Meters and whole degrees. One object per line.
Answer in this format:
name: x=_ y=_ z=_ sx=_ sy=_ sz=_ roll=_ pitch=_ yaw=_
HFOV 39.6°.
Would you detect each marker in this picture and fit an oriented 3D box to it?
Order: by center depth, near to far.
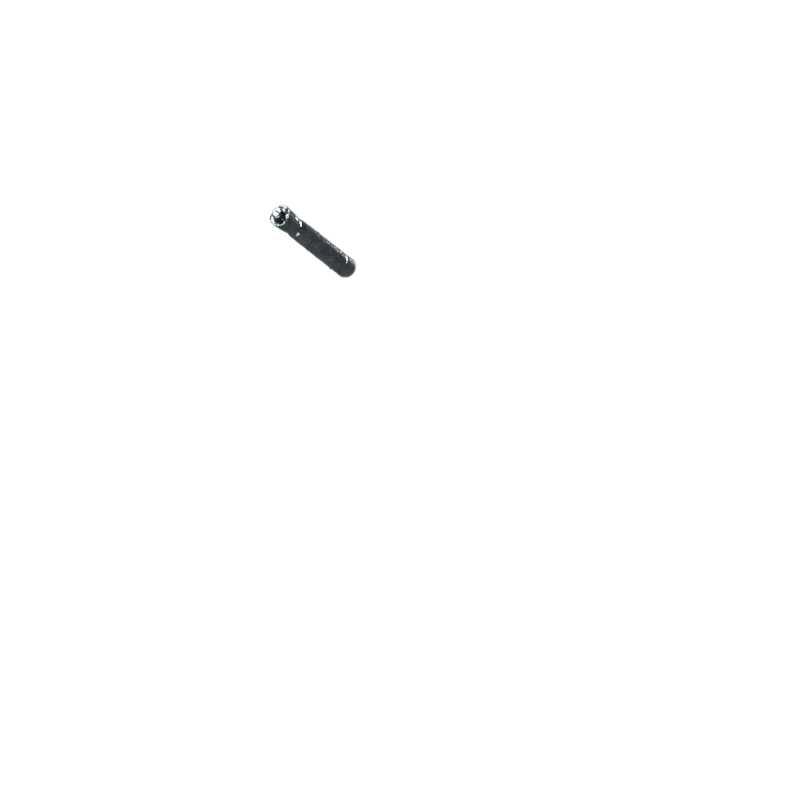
marker: x=-0.073 y=-0.133 z=0.932 sx=0.020 sy=0.020 sz=0.113 roll=3 pitch=-16 yaw=30
